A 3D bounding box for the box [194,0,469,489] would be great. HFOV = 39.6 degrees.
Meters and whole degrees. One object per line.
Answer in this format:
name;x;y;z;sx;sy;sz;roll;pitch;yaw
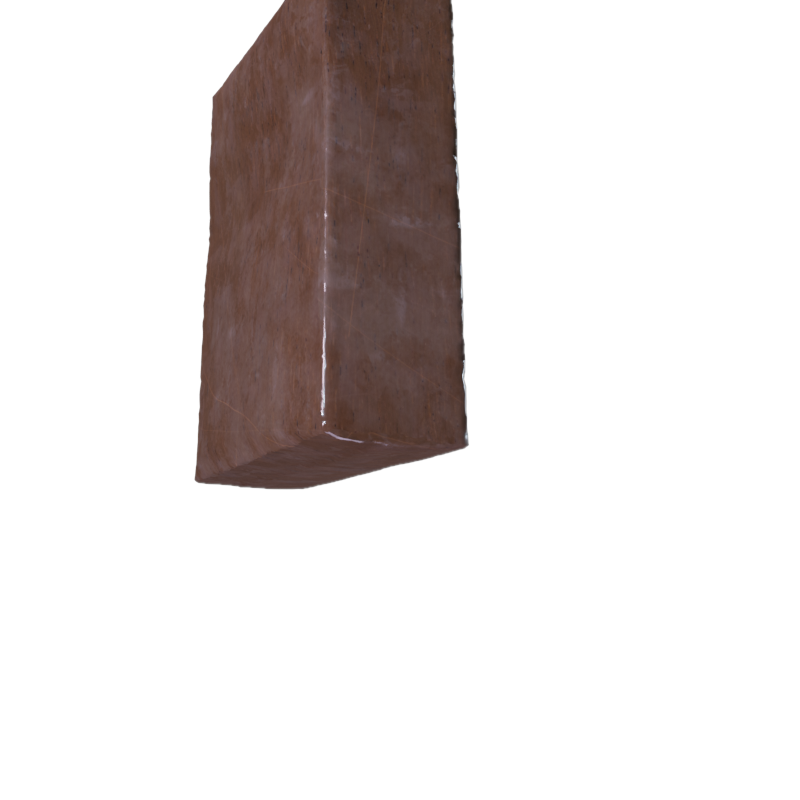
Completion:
box;-0.041;-0.074;0.520;0.069;0.222;0.164;7;-17;-26
